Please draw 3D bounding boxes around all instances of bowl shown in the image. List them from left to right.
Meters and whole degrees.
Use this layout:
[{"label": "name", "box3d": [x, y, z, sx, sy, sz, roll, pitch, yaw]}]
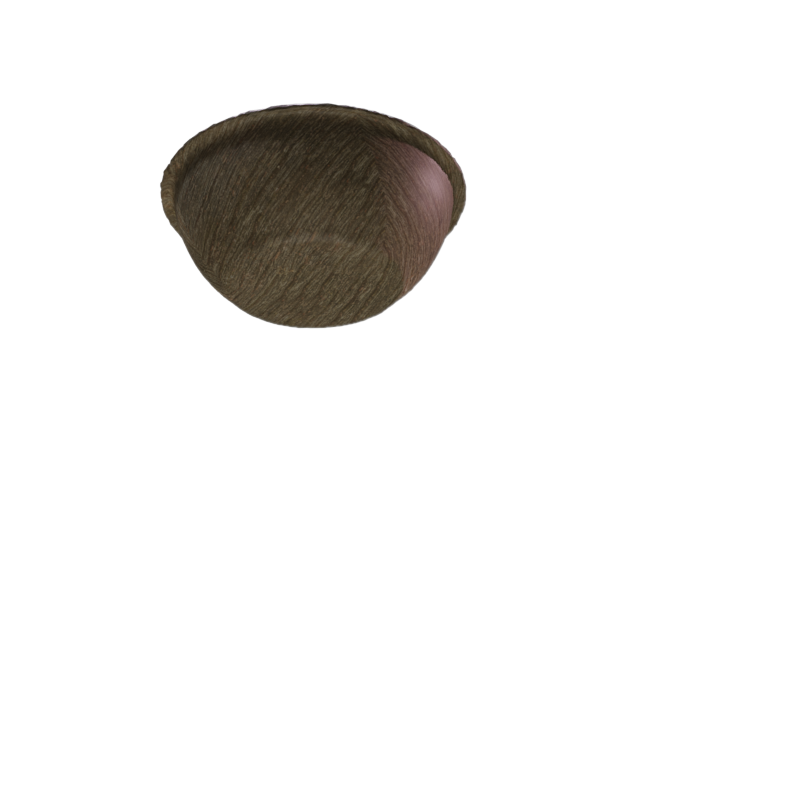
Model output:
[{"label": "bowl", "box3d": [-0.045, -0.082, 0.575, 0.162, 0.058, 0.153, 1, -27, -2]}]
